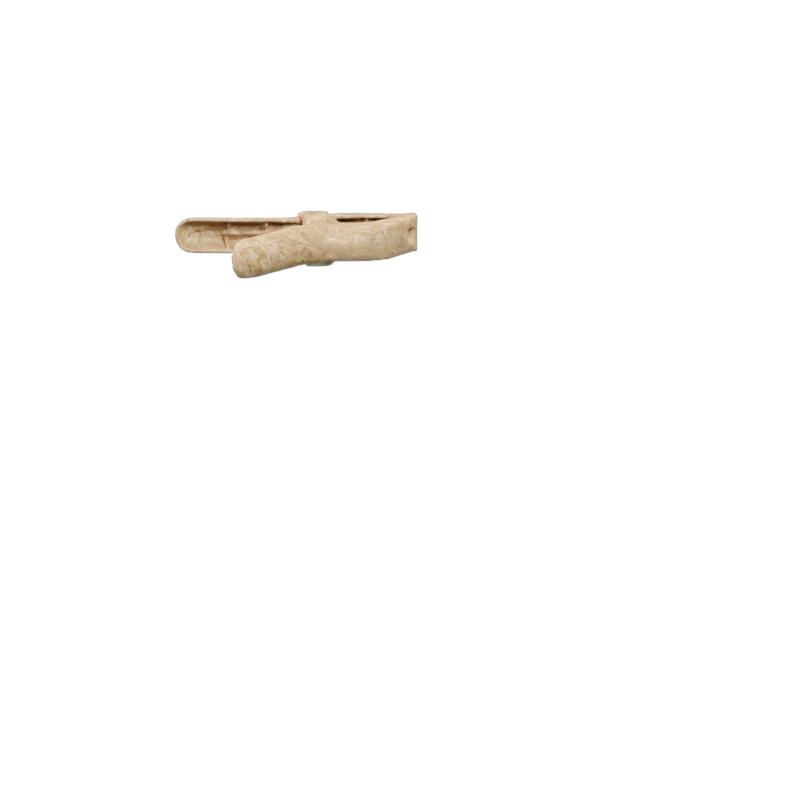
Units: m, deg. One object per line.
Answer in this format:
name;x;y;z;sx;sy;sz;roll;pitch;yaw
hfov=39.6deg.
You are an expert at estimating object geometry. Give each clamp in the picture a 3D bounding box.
clamp;-0.059;-0.108;0.755;0.168;0.037;0.128;-8;24;-18
